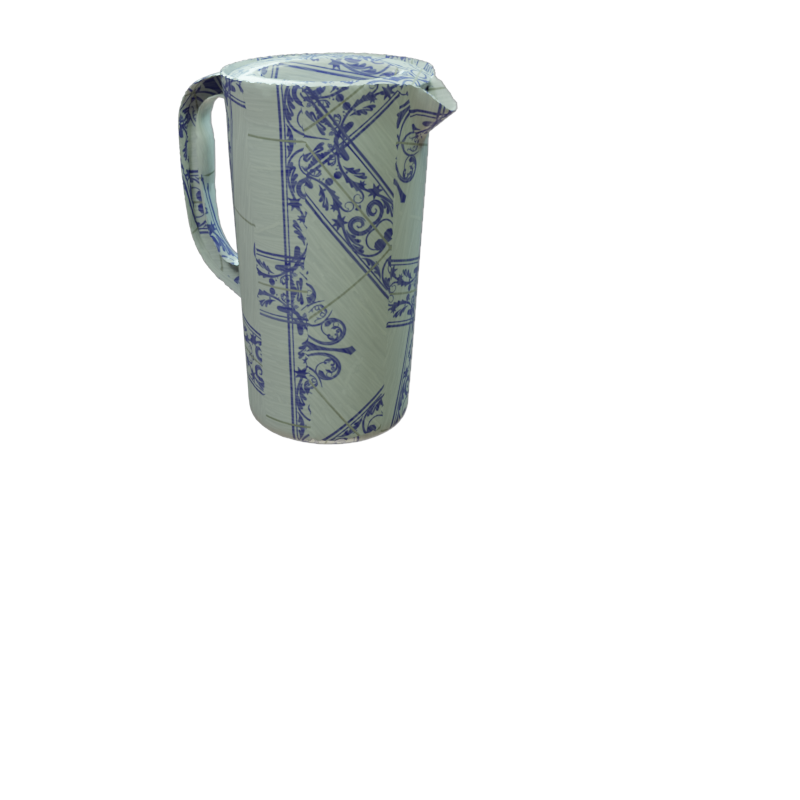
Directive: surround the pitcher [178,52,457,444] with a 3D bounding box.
[{"bbox_3d":[-0.056,-0.103,0.722,0.142,0.233,0.159,-7,22,-22],"label":"pitcher"}]
